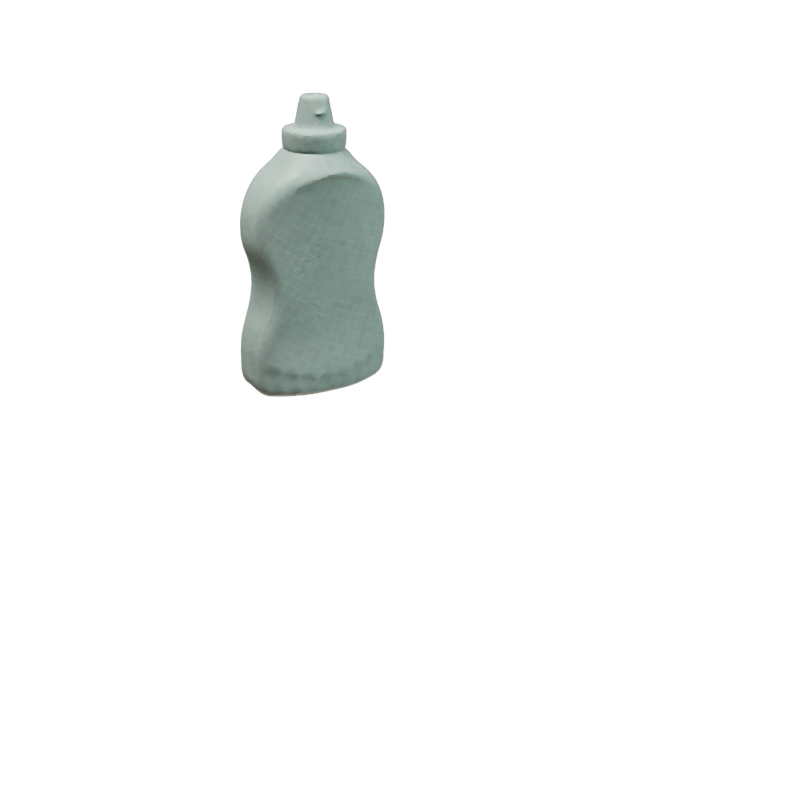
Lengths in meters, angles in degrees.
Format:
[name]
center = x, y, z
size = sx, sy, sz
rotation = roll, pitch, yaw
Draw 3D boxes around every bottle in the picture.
[bottle]
center = -0.056, -0.102, 0.717
size = 0.094, 0.184, 0.062
rotation = -9, 20, -27
